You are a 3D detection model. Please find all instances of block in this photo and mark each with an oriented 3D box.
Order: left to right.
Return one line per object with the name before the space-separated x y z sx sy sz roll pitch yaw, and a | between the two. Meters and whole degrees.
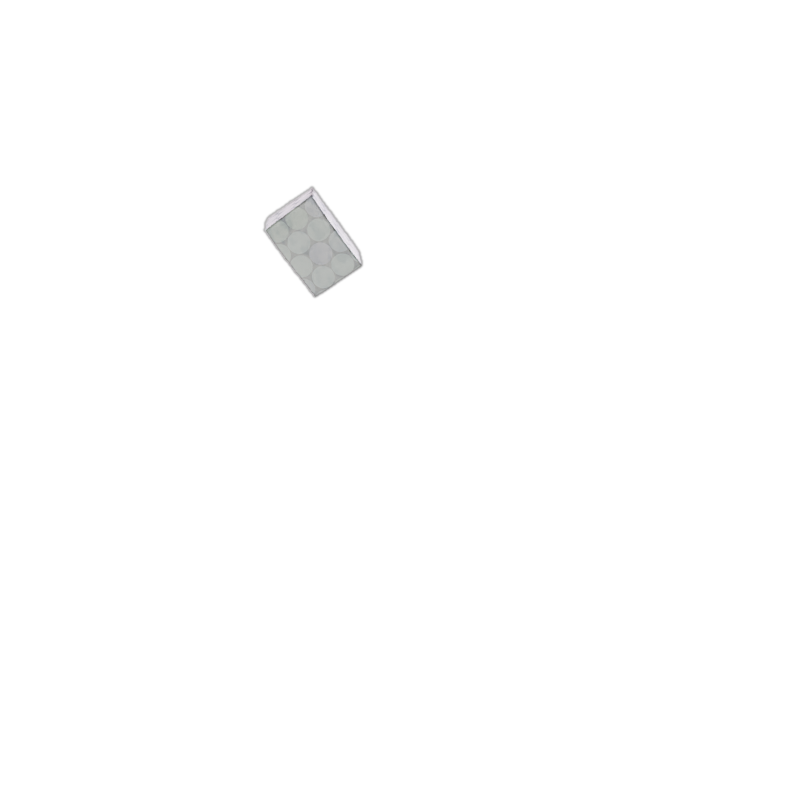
block | -0.077 -0.140 0.979 0.053 0.075 0.053 -34 14 8
